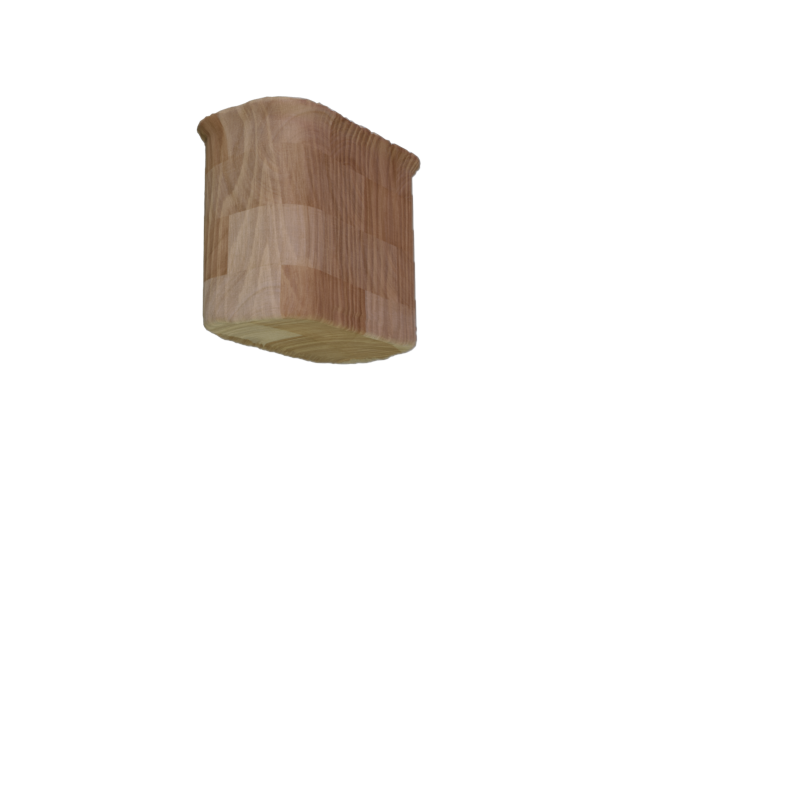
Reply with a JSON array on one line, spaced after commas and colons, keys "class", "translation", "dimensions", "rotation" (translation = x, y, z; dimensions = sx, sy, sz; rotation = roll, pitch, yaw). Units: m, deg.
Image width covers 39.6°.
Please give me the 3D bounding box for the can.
[{"class": "can", "translation": [-0.035, -0.064, 0.445], "dimensions": [0.059, 0.087, 0.096], "rotation": [-10, -15, 33]}]
